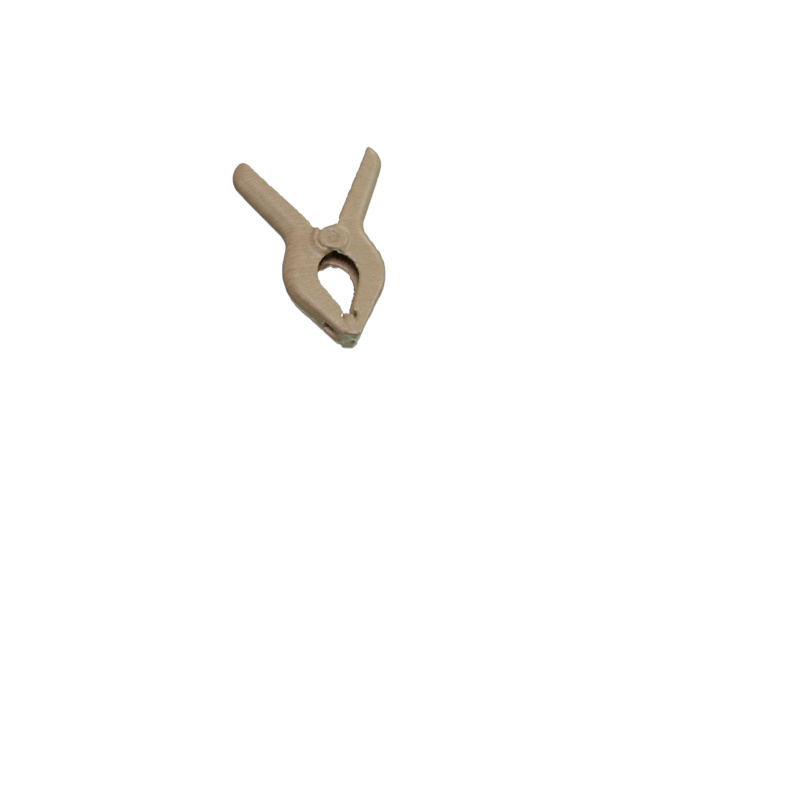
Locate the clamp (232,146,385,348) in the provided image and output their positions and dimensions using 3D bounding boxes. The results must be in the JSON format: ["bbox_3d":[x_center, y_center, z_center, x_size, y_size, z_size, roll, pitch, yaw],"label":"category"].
[{"bbox_3d":[-0.067,-0.123,0.858,0.120,0.183,0.037,-5,-29,-3],"label":"clamp"}]
